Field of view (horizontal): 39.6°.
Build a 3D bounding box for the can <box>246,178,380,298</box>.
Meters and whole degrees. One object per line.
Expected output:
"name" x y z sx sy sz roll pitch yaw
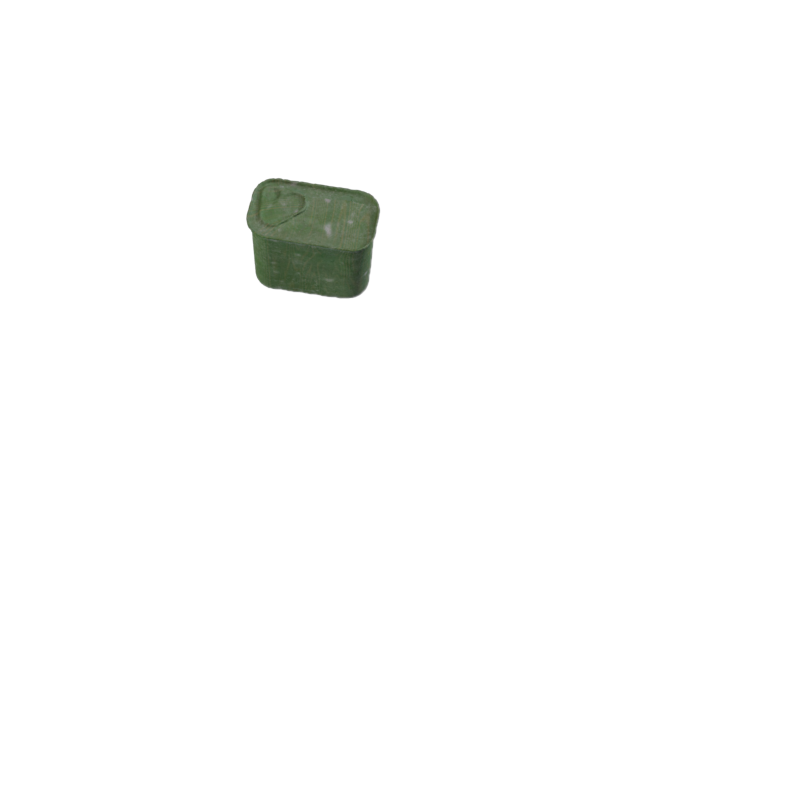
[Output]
"can" -0.070 -0.128 0.896 0.103 0.061 0.079 9 -28 4
